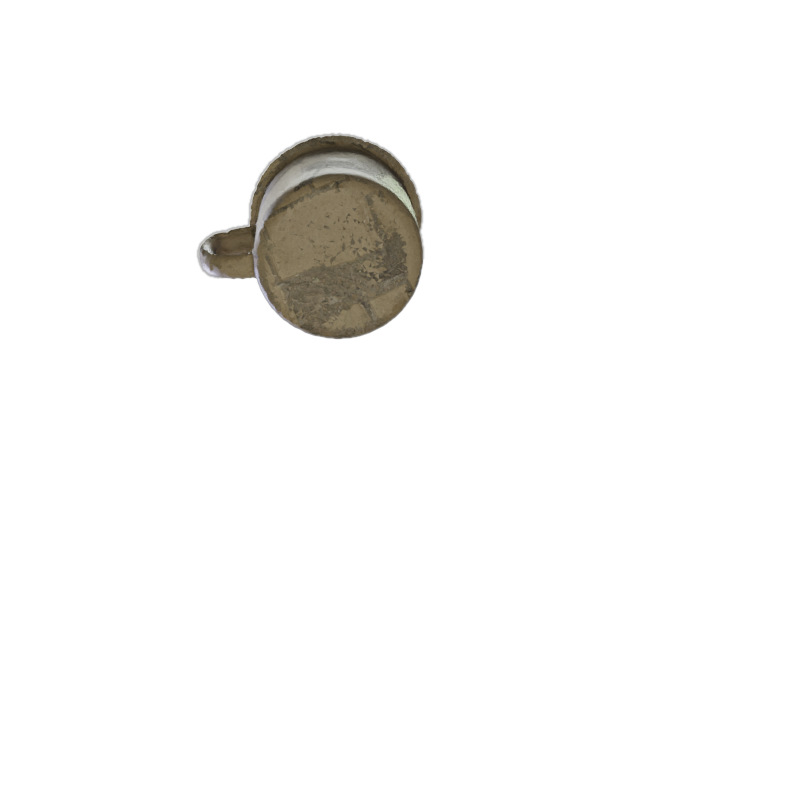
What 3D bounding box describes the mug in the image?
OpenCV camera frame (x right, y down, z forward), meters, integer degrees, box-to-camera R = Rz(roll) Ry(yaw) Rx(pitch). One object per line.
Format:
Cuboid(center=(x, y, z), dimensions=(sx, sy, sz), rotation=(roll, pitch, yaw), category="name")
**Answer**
Cuboid(center=(-0.044, -0.080, 0.559), dimensions=(0.117, 0.089, 0.085), rotation=(-5, 19, 0), category="mug")
